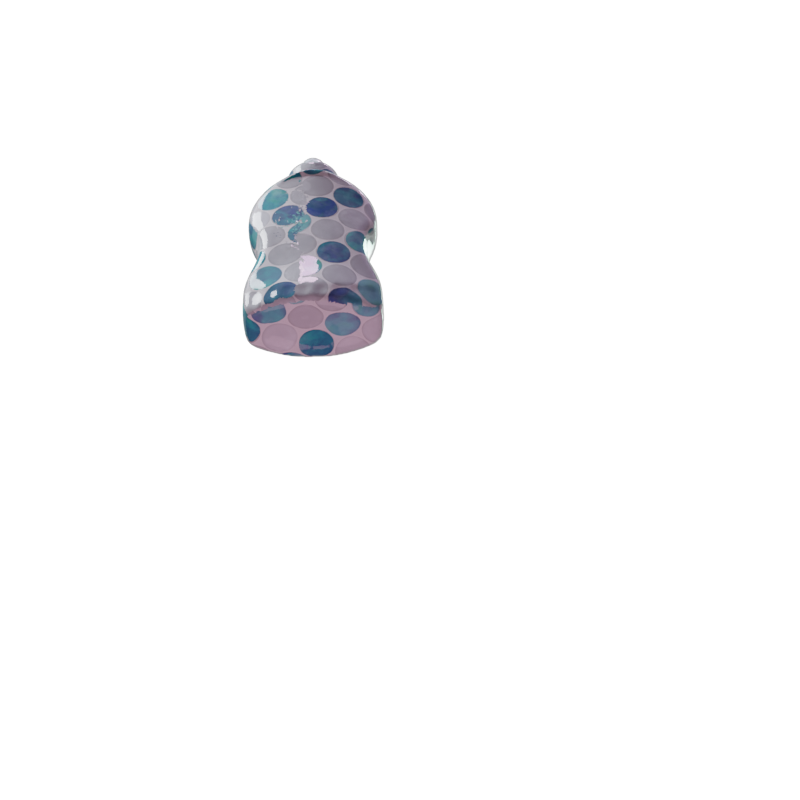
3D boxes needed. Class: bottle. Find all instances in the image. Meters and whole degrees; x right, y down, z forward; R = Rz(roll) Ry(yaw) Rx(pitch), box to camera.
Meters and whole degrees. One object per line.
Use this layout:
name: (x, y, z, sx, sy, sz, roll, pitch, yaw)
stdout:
bottle: (-0.064, -0.117, 0.820, 0.096, 0.054, 0.206, -4, 43, 0)
